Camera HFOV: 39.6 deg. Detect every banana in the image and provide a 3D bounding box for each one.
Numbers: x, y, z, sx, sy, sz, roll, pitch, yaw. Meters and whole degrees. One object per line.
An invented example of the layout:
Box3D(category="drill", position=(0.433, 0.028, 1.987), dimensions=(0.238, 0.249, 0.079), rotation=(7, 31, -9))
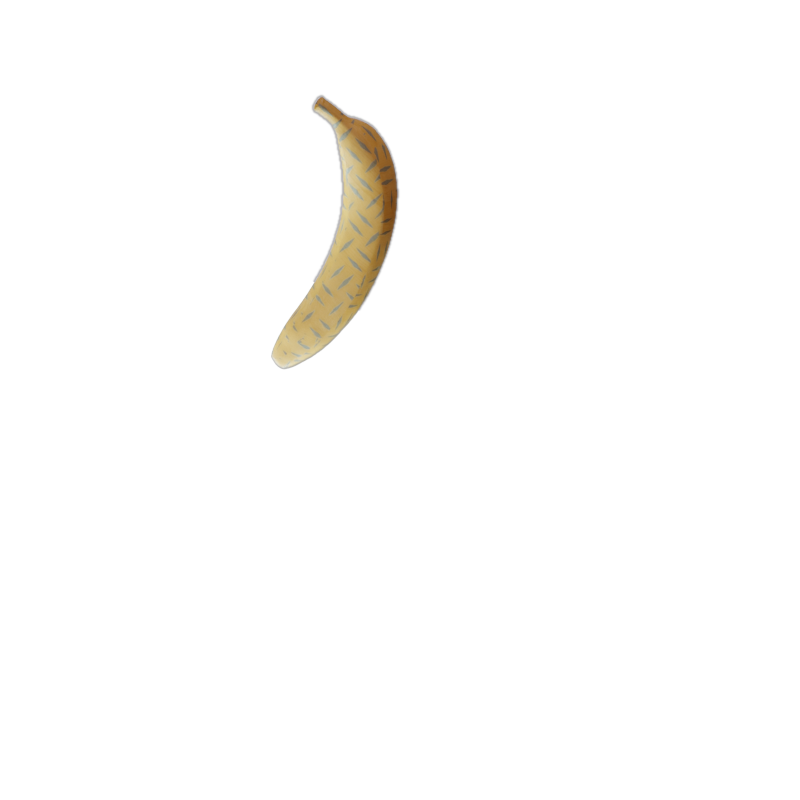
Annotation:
Box3D(category="banana", position=(-0.041, -0.110, 0.765), dimensions=(0.069, 0.191, 0.038), rotation=(10, 18, -5))
